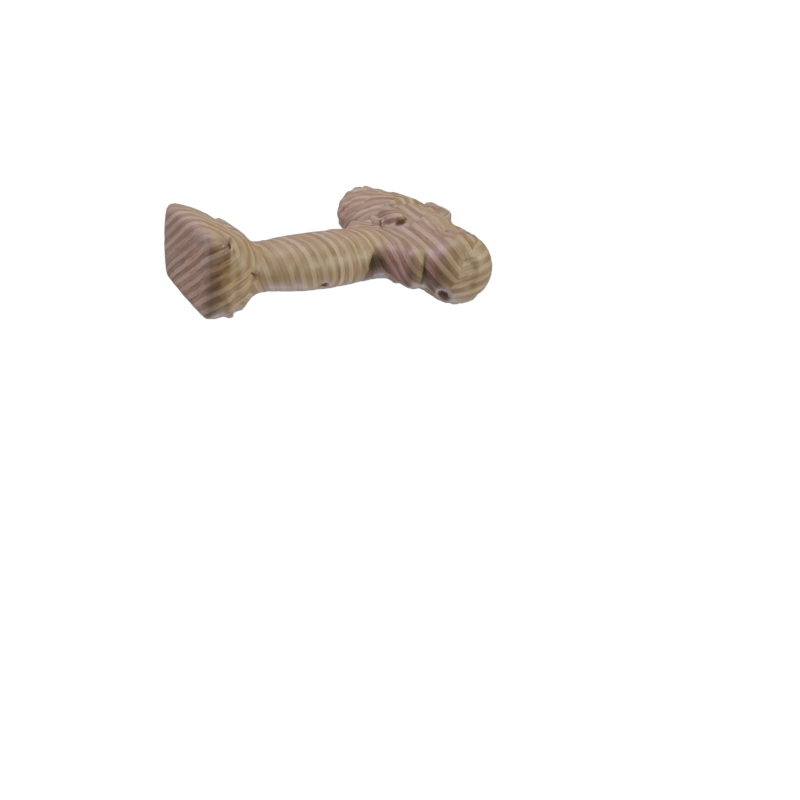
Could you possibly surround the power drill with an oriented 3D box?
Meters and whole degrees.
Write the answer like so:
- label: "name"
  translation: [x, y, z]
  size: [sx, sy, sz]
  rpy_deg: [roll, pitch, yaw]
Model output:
- label: "power drill"
  translation: [-0.058, -0.105, 0.737]
  size: [0.184, 0.055, 0.196]
  rpy_deg: [-9, 23, -22]
